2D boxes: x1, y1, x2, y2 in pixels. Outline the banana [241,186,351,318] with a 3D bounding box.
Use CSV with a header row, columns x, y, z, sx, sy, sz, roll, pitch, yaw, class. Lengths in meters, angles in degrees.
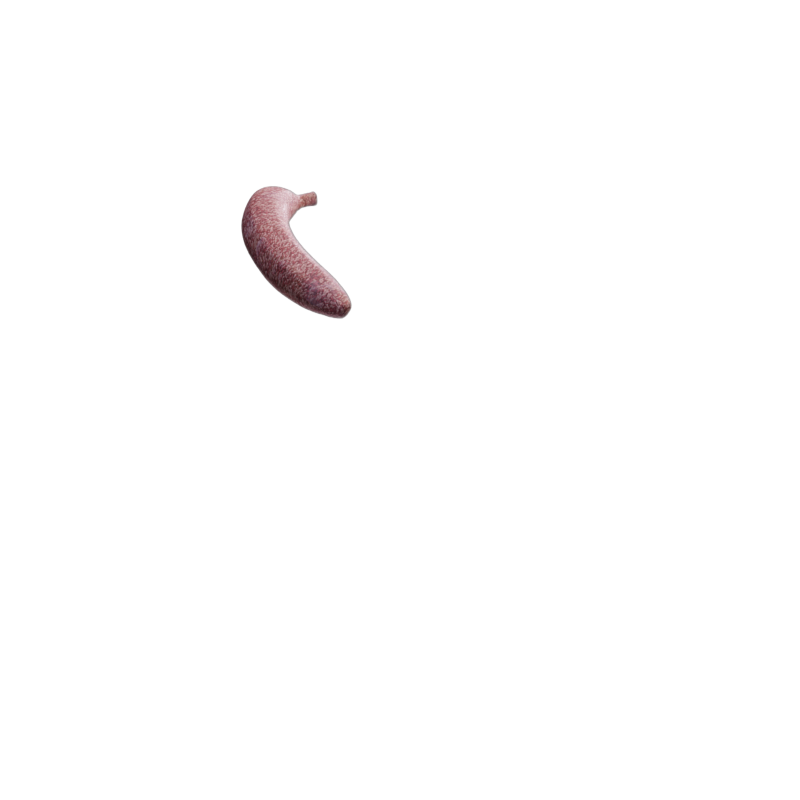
x,y,z,sx,sy,sz,roll,pitch,yaw,class
-0.085,-0.122,0.848,0.069,0.034,0.212,-5,35,-9,banana
